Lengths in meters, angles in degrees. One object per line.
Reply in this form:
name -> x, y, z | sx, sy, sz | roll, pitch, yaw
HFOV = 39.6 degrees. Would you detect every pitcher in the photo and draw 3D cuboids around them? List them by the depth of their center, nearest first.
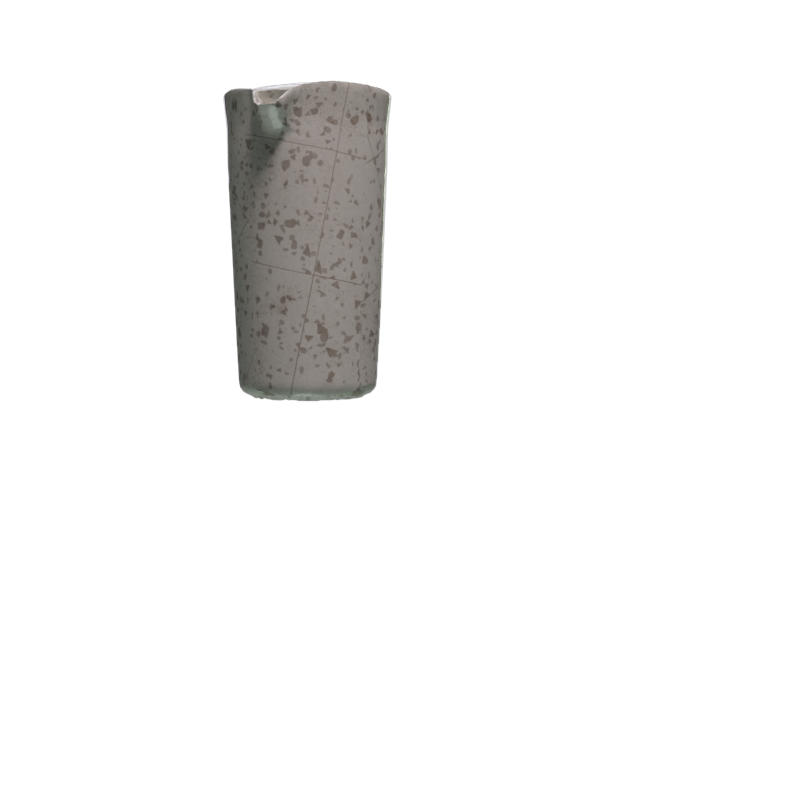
pitcher -> -0.069, -0.126, 0.883 | 0.144, 0.245, 0.149 | 0, -1, -27
